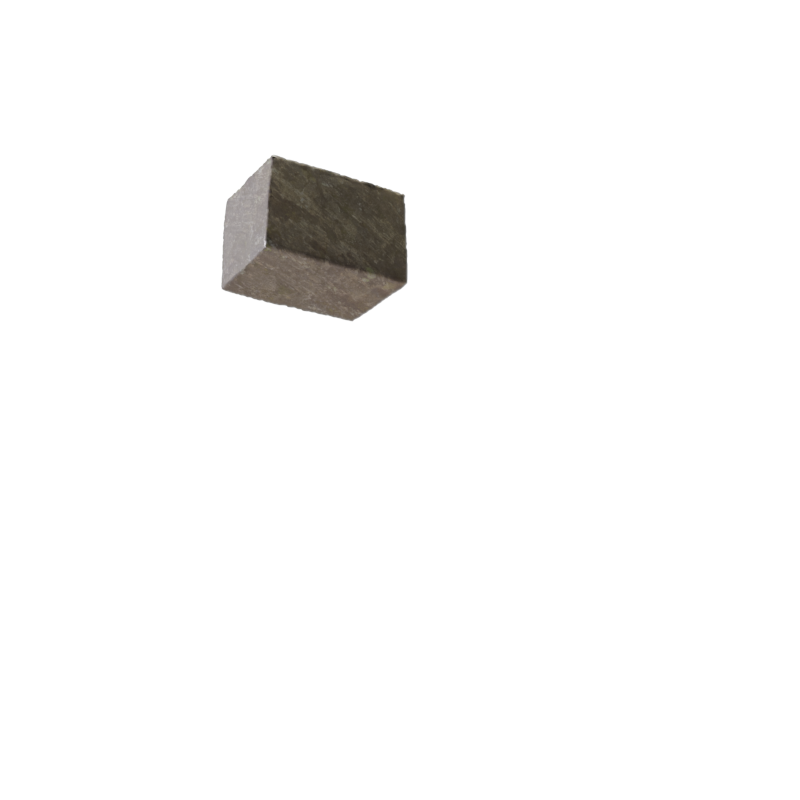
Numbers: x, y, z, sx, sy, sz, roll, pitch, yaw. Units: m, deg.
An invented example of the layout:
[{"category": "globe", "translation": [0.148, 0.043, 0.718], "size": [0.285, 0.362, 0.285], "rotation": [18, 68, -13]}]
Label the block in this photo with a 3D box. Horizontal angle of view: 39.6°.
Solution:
[{"category": "block", "translation": [-0.043, -0.078, 0.545], "size": [0.074, 0.054, 0.052], "rotation": [13, -28, -29]}]
